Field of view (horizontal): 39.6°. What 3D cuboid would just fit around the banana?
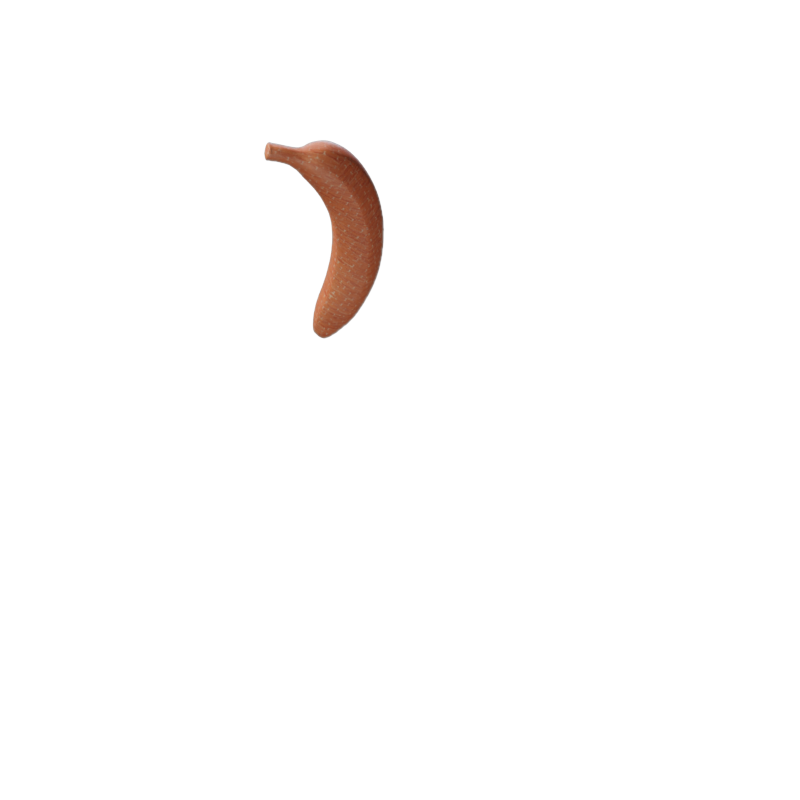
[{"bbox_3d":[-0.045,-0.120,0.802,0.070,0.039,0.183,-6,-43,6],"label":"banana"}]
